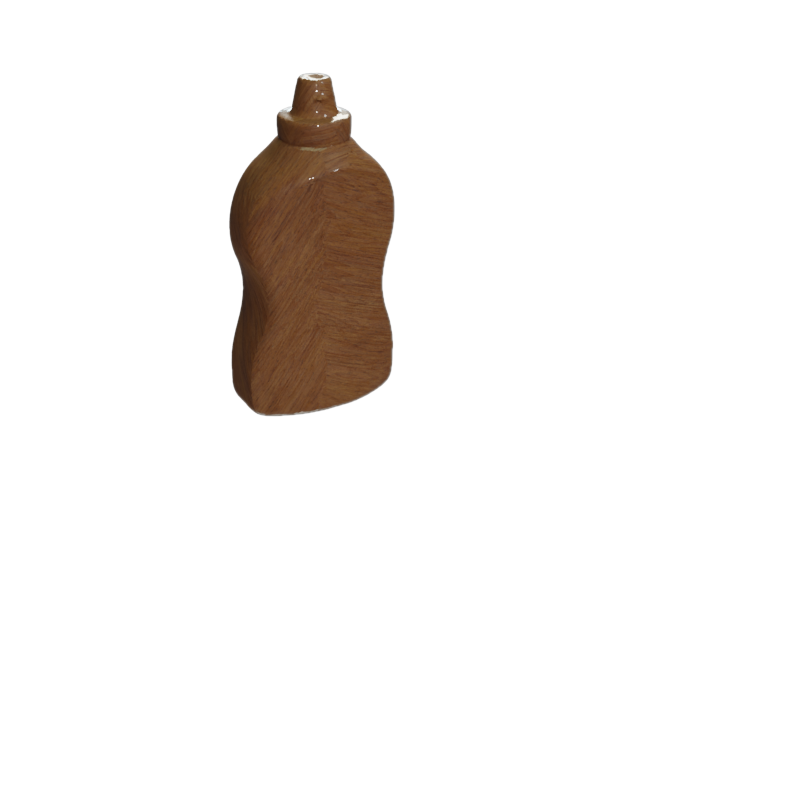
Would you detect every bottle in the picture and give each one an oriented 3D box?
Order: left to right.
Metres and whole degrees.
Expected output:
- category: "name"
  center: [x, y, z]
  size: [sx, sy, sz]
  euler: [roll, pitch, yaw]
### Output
- category: "bottle"
  center: [-0.049, -0.090, 0.628]
  size: [0.094, 0.182, 0.063]
  euler: [-11, 27, -26]
